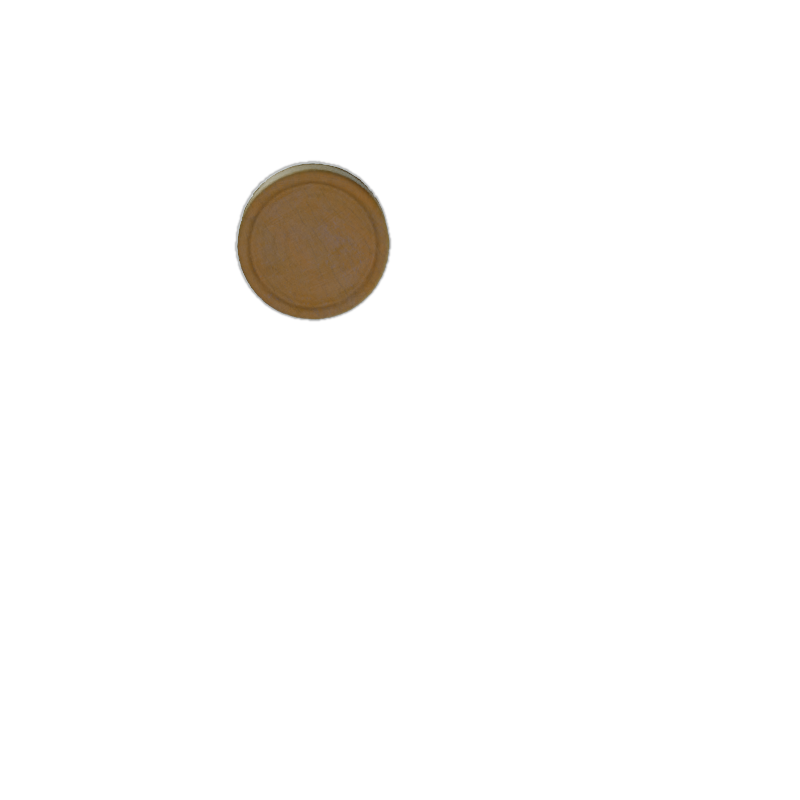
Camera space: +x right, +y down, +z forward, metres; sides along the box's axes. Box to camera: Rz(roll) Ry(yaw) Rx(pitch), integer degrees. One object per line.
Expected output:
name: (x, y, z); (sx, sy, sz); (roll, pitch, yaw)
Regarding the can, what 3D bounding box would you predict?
can: (-0.049, -0.089, 0.621); (0.086, 0.084, 0.034); (0, 11, -1)
